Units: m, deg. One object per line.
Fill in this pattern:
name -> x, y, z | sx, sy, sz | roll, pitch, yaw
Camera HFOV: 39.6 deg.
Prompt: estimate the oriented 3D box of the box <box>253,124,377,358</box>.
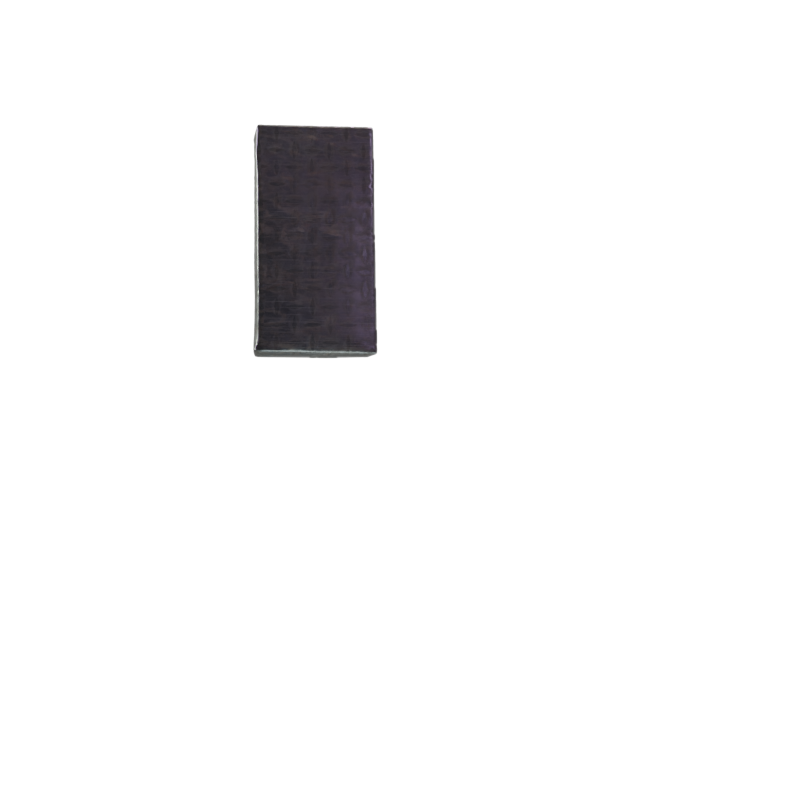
box -> -0.067, -0.122, 0.856 | 0.092, 0.181, 0.047 | 1, -11, -7
